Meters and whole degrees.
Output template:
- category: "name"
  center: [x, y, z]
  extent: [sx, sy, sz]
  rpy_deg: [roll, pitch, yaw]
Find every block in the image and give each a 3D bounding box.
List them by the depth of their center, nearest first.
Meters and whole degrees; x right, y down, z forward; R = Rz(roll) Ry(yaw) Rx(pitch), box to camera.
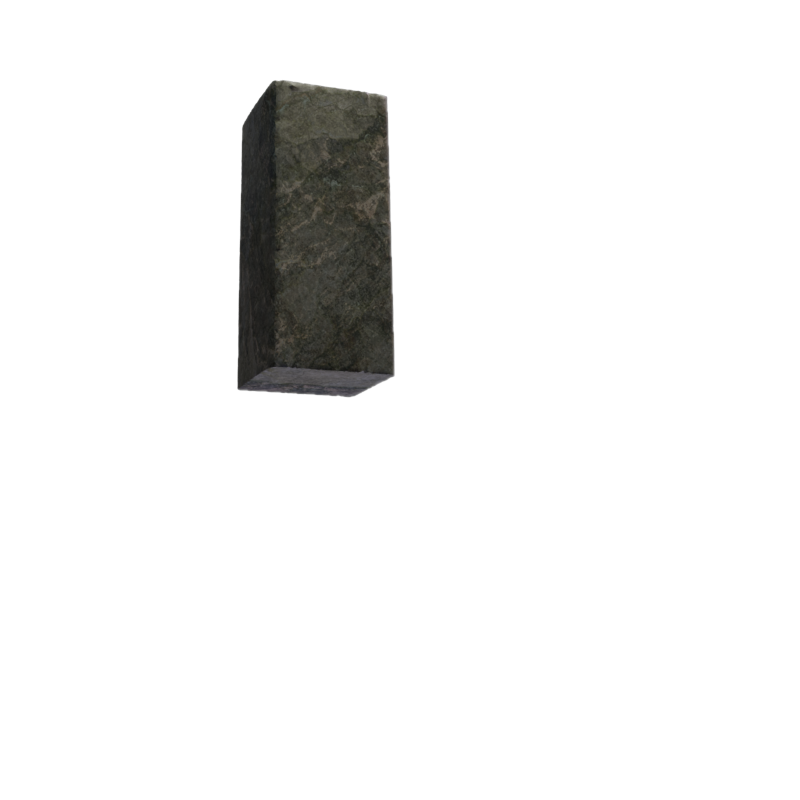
- category: "block"
  center: [-0.063, -0.114, 0.799]
  extent: [0.088, 0.215, 0.089]
  rpy_deg: [5, -18, -20]
